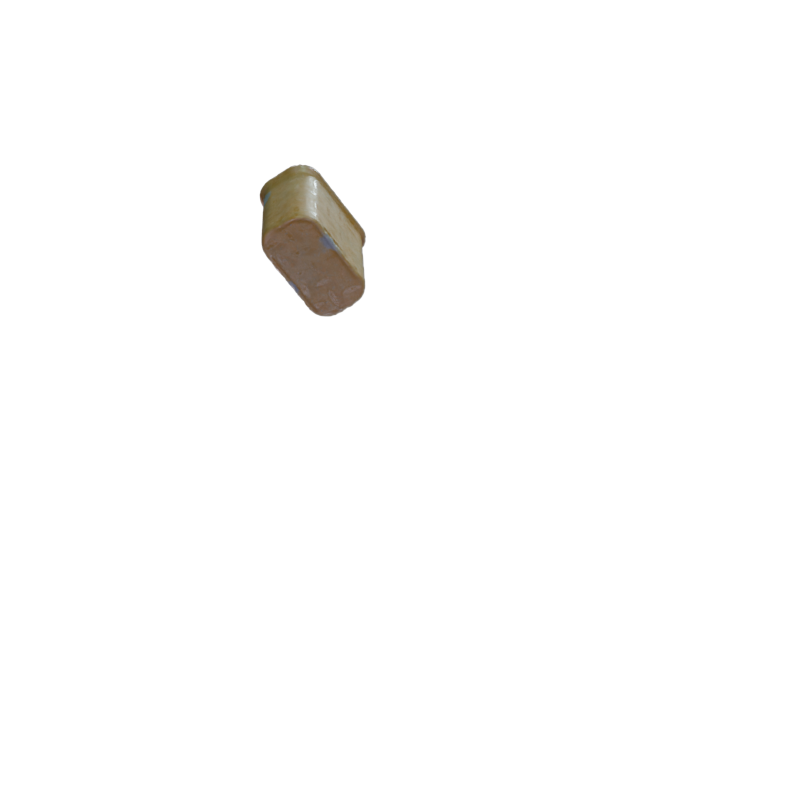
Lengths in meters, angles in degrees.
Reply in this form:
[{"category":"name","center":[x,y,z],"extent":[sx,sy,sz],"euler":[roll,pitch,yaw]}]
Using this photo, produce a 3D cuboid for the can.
[{"category":"can","center":[-0.071,-0.130,0.912],"extent":[0.057,0.096,0.089],"euler":[-30,30,17]}]
